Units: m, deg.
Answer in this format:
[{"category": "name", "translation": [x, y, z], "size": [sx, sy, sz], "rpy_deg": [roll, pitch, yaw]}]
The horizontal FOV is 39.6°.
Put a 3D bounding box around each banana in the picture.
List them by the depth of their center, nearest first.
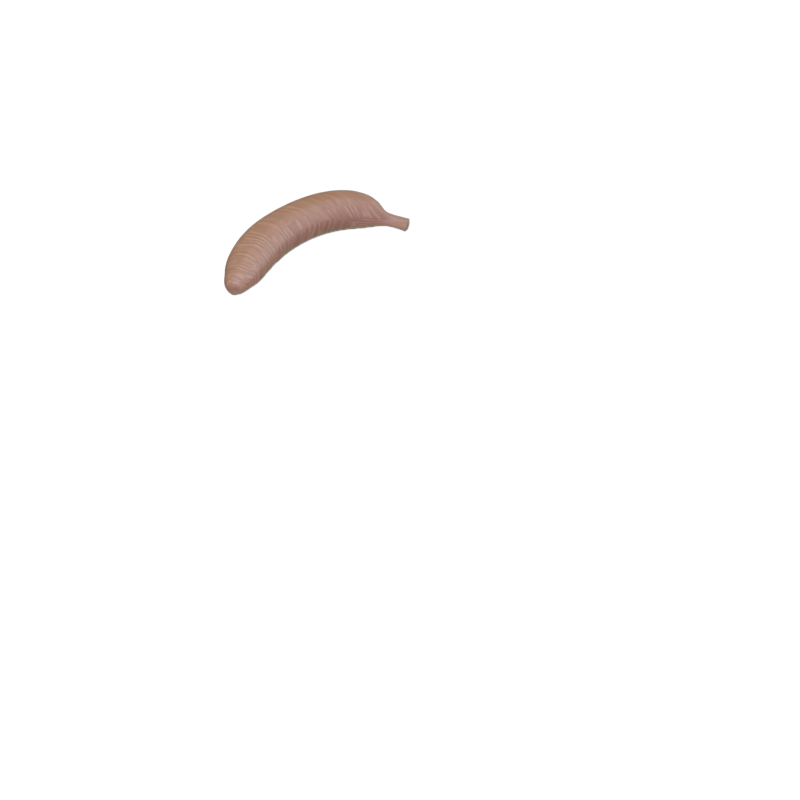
[{"category": "banana", "translation": [-0.083, -0.143, 0.948], "size": [0.197, 0.034, 0.074], "rpy_deg": [-28, 43, -34]}]
